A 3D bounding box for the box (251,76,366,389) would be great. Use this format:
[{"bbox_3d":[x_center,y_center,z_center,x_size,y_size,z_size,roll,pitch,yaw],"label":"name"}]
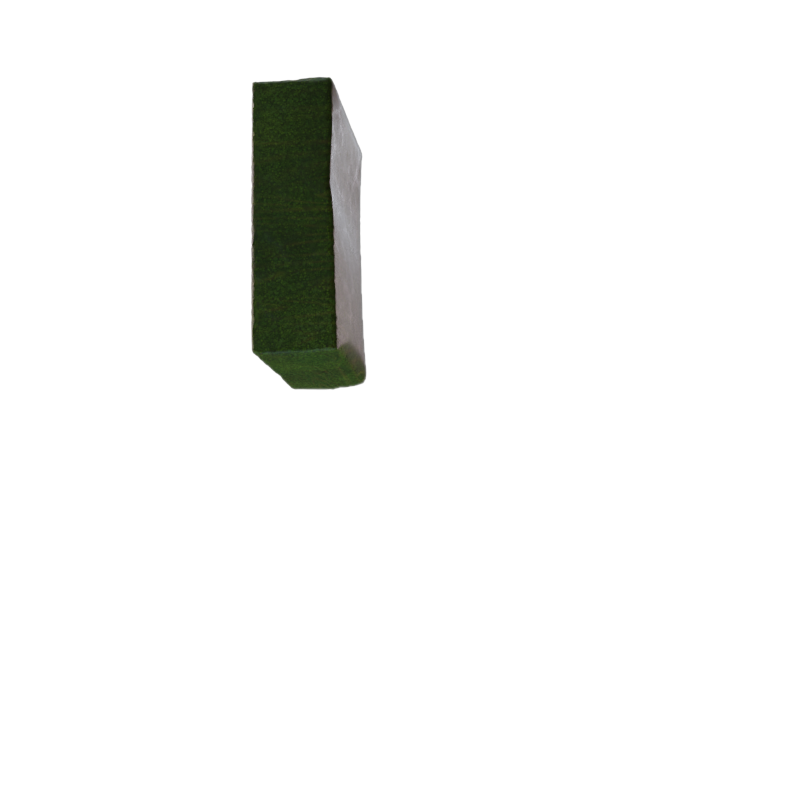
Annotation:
[{"bbox_3d":[-0.069,-0.127,0.887,0.072,0.222,0.157,-3,-14,6],"label":"box"}]
